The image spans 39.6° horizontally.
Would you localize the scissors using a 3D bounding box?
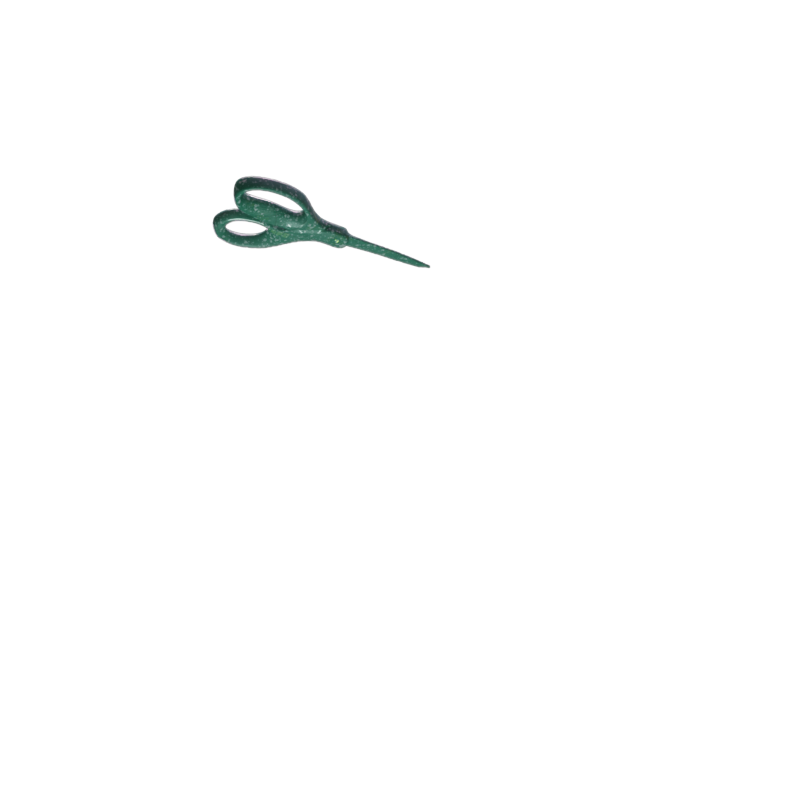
[{"bbox_3d":[-0.073,-0.134,0.939,0.097,0.017,0.188,-22,-34,37],"label":"scissors"}]
